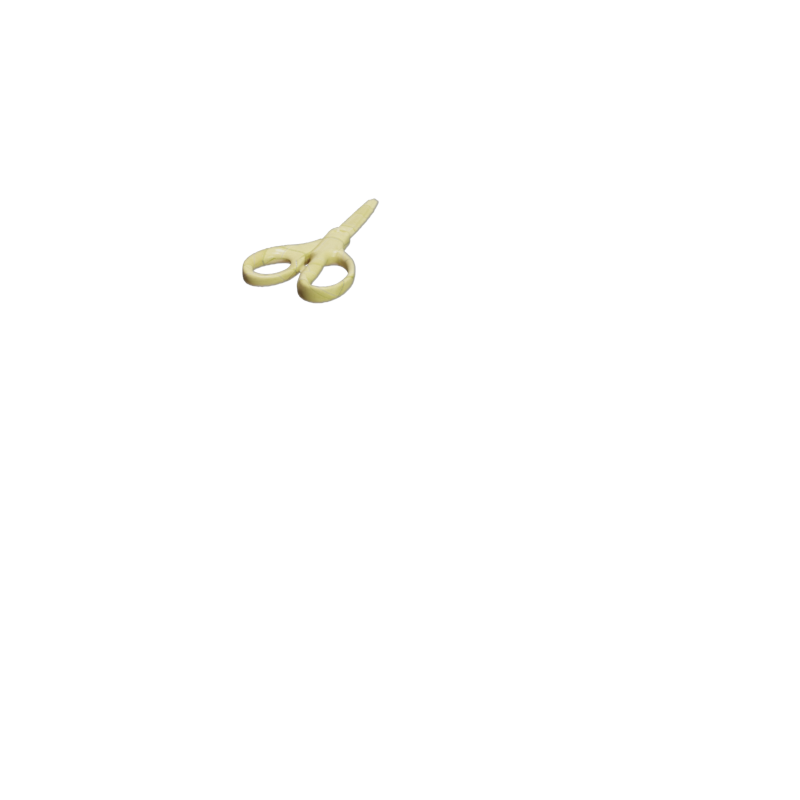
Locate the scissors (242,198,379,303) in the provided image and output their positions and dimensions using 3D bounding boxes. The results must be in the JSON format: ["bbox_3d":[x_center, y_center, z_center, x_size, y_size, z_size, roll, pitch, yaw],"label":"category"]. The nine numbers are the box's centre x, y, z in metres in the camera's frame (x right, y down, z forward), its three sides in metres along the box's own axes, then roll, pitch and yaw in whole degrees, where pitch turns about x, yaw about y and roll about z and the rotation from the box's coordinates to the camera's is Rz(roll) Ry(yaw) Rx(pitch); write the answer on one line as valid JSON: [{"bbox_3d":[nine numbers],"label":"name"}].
[{"bbox_3d":[-0.071,-0.129,0.902,0.097,0.015,0.212,1,29,2],"label":"scissors"}]
